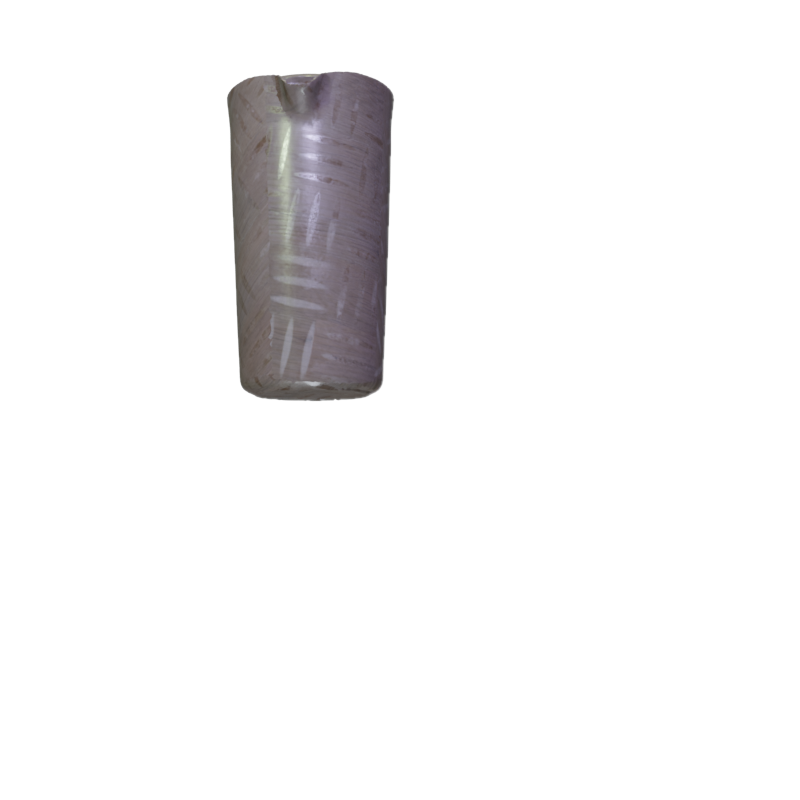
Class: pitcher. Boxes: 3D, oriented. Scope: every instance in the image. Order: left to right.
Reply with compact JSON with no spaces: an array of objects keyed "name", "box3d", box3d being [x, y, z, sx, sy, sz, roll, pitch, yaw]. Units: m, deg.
[{"name":"pitcher","box3d":[-0.068,-0.124,0.871,0.142,0.250,0.148,9,-15,-42]}]
